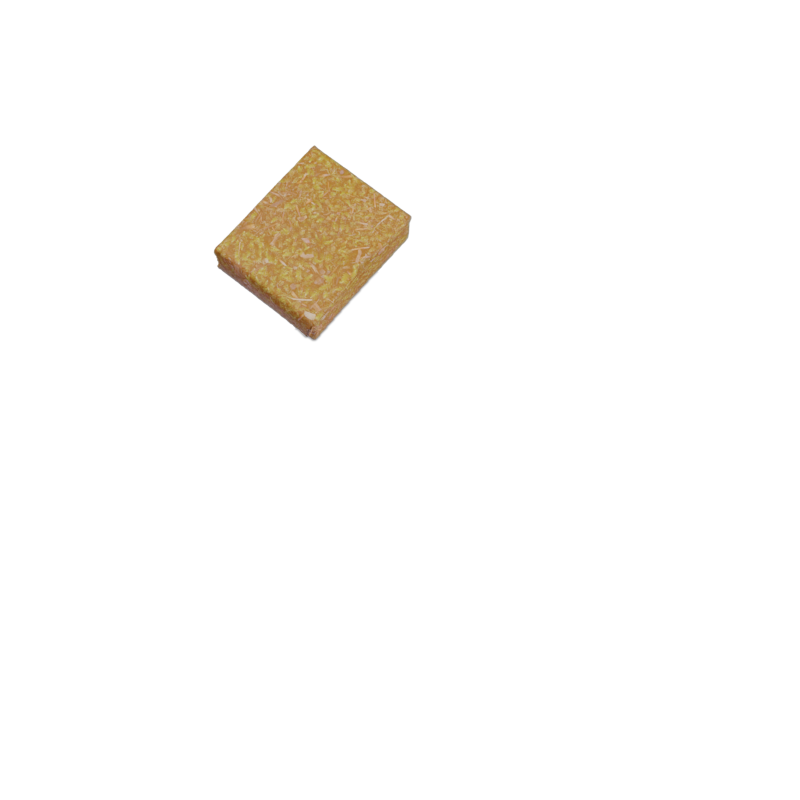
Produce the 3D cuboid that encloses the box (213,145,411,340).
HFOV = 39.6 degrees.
[{"bbox_3d":[-0.049,-0.089,0.626,0.076,0.091,0.029,37,-20,15],"label":"box"}]
